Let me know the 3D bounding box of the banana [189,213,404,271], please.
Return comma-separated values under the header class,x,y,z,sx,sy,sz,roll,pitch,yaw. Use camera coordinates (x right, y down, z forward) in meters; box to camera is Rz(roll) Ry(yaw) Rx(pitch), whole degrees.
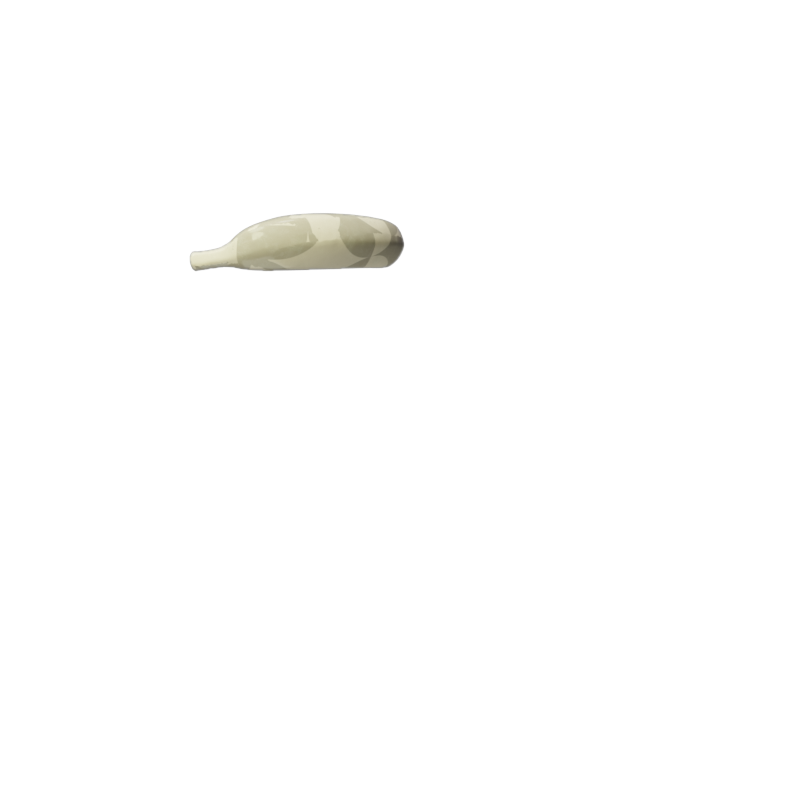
class,x,y,z,sx,sy,sz,roll,pitch,yaw
banana,-0.047,-0.106,0.740,0.072,0.036,0.191,5,9,39
